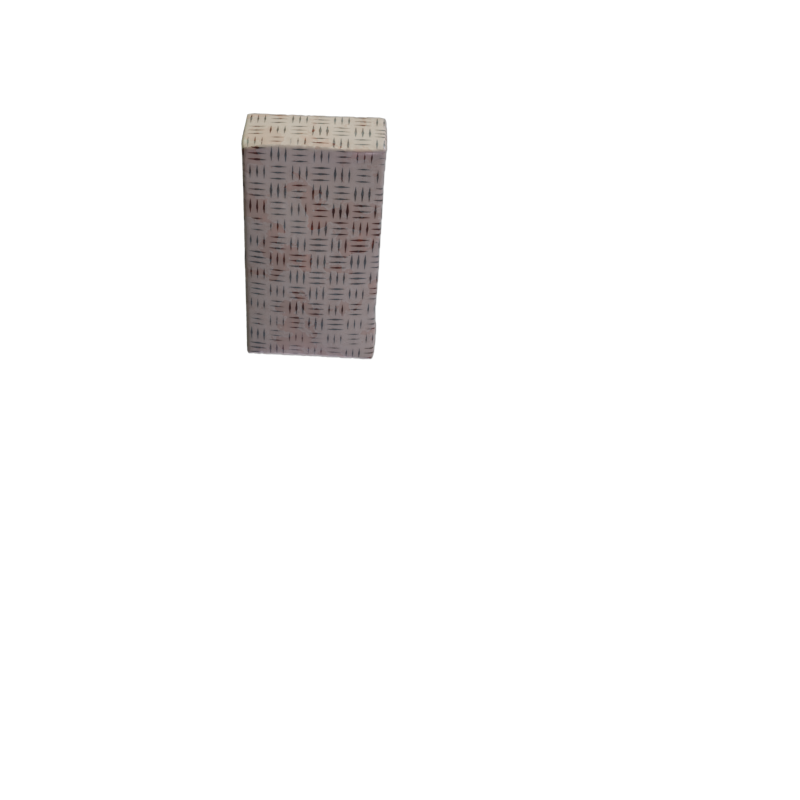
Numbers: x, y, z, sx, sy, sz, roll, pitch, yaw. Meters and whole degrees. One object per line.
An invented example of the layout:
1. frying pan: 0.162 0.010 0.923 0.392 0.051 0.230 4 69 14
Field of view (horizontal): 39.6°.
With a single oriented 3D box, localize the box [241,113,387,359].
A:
1. box: -0.059 -0.107 0.749 0.093 0.164 0.051 3 42 0
